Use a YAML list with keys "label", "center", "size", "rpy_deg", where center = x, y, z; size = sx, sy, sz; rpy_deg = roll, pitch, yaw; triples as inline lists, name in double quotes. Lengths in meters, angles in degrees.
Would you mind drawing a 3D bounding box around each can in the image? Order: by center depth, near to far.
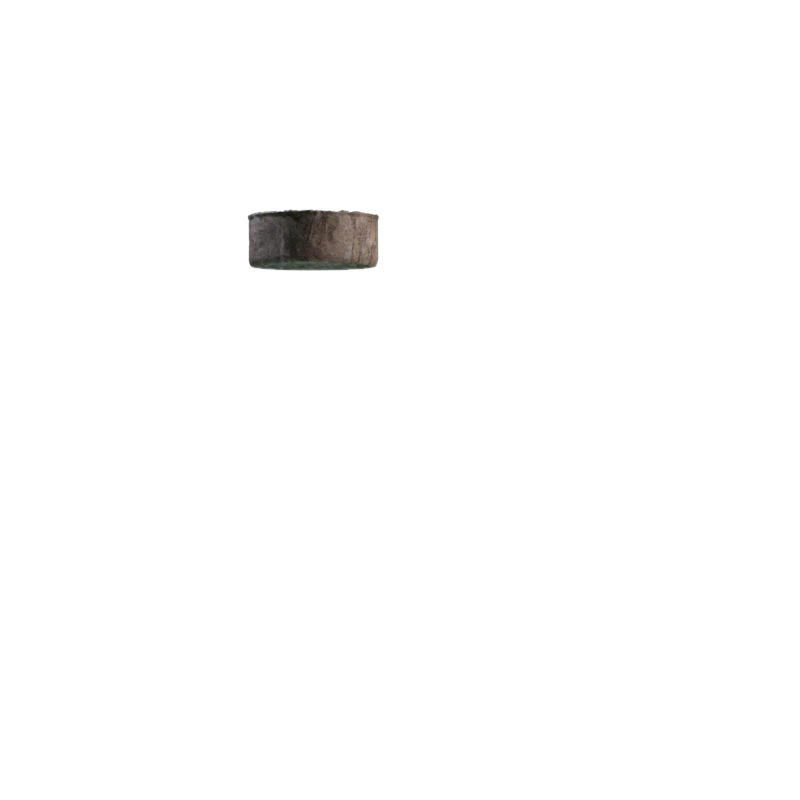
- label: "can"
  center: [-0.057, -0.103, 0.722]
  size: [0.086, 0.034, 0.086]
  rpy_deg: [0, 2, -2]
